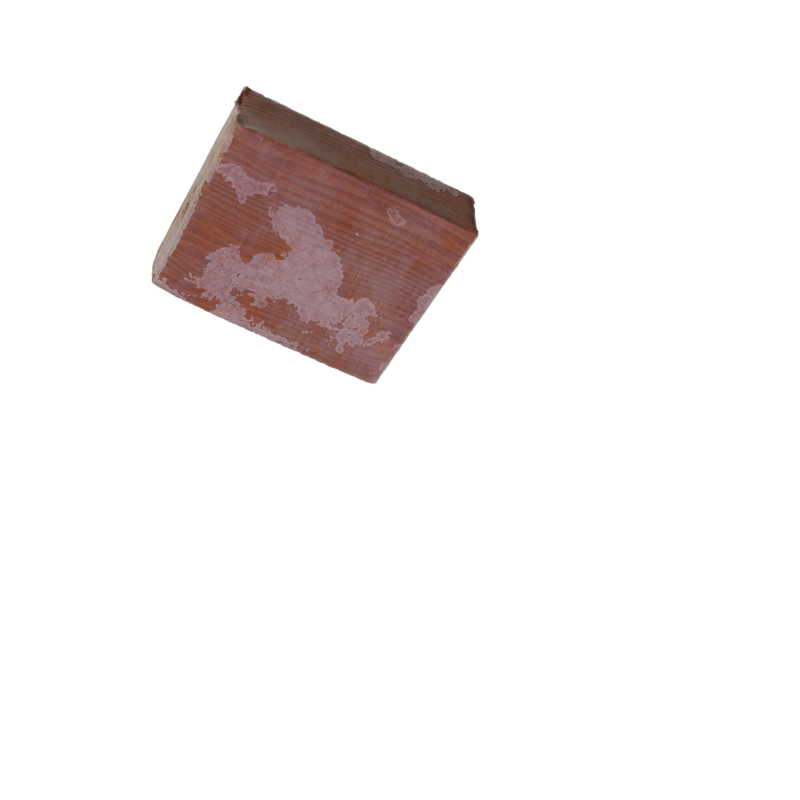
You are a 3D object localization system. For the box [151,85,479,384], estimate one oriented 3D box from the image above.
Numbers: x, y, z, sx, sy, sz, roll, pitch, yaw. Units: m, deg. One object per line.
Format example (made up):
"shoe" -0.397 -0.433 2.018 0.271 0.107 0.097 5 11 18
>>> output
"box" -0.037 -0.067 0.471 0.110 0.087 0.041 24 30 -16
